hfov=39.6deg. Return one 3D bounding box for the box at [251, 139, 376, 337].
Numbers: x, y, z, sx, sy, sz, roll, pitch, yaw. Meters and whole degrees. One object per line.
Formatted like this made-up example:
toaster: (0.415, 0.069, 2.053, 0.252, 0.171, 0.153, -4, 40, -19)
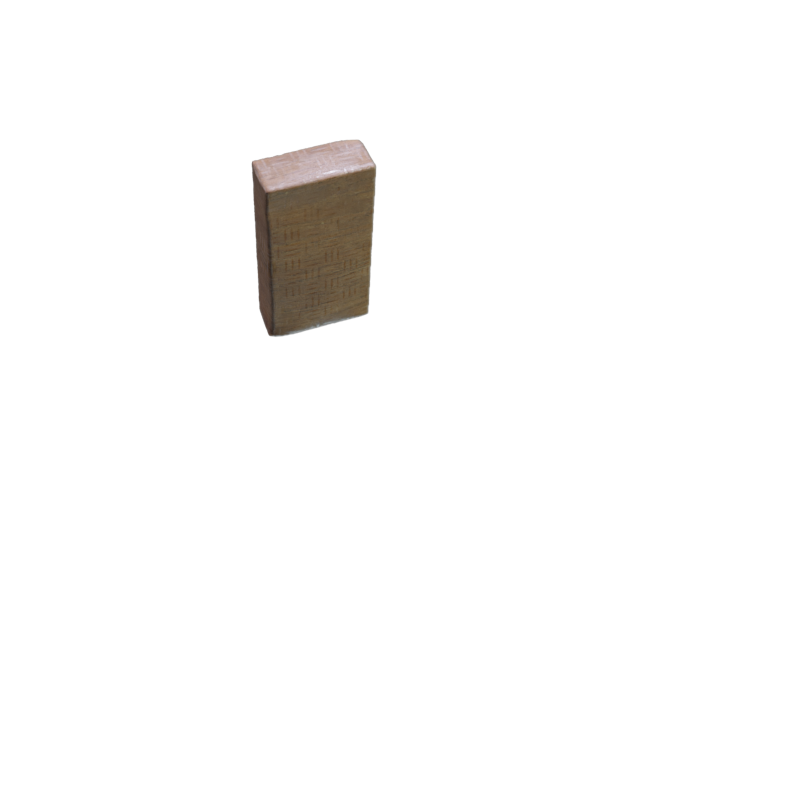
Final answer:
box: (-0.072, -0.131, 0.917, 0.092, 0.052, 0.164, -14, -40, -16)
